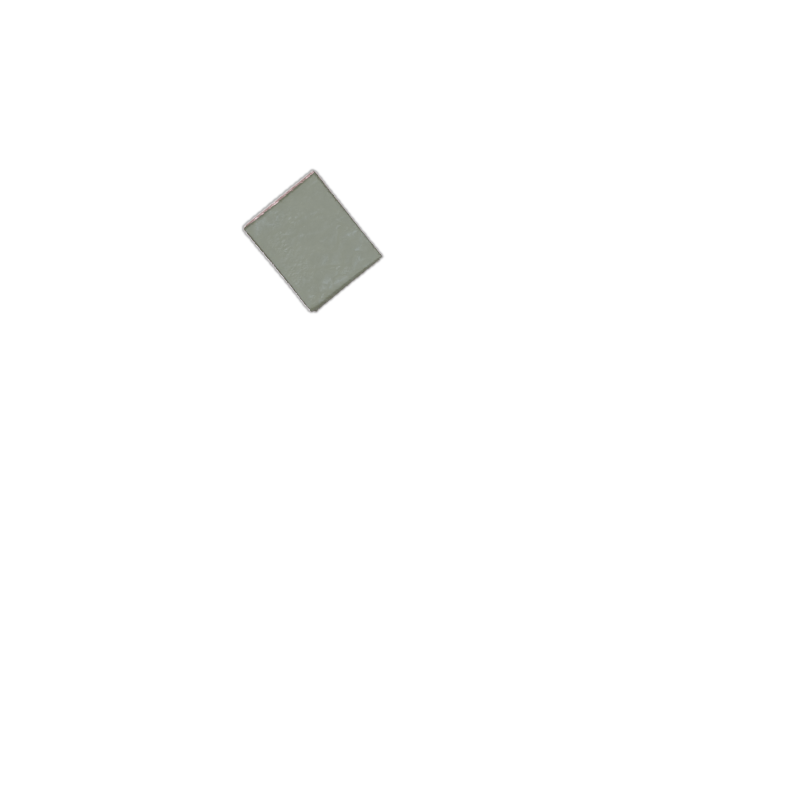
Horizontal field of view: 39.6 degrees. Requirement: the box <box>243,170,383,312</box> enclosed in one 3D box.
[{"bbox_3d":[-0.069,-0.125,0.878,0.073,0.088,0.031,-39,4,3],"label":"box"}]
